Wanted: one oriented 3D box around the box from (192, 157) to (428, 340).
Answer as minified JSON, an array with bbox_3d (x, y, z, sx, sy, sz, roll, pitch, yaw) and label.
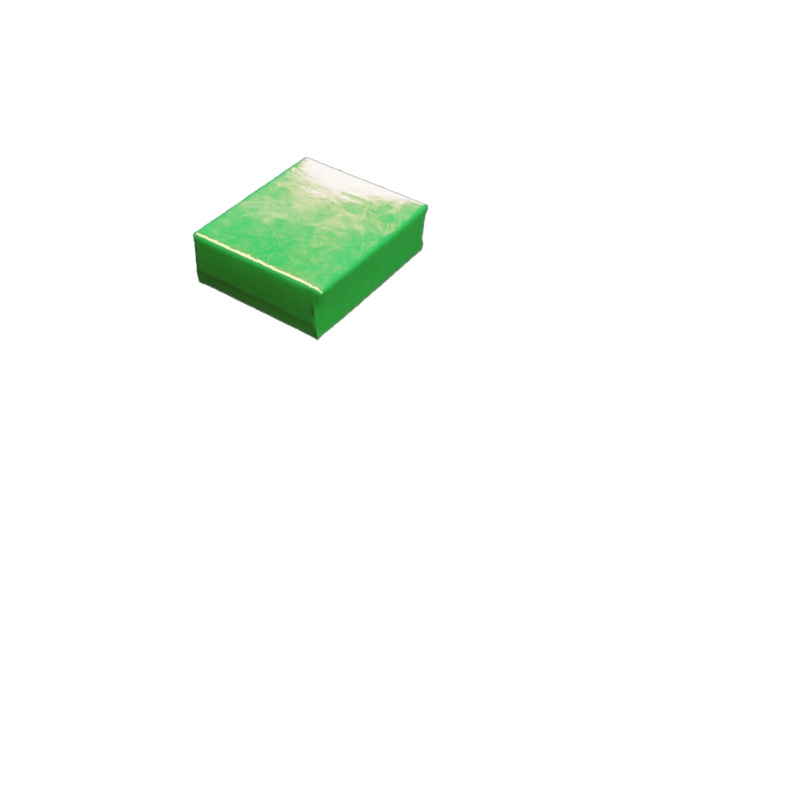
[{"bbox_3d":[-0.051,-0.092,0.644,0.094,0.036,0.116,23,46,24],"label":"box"}]
